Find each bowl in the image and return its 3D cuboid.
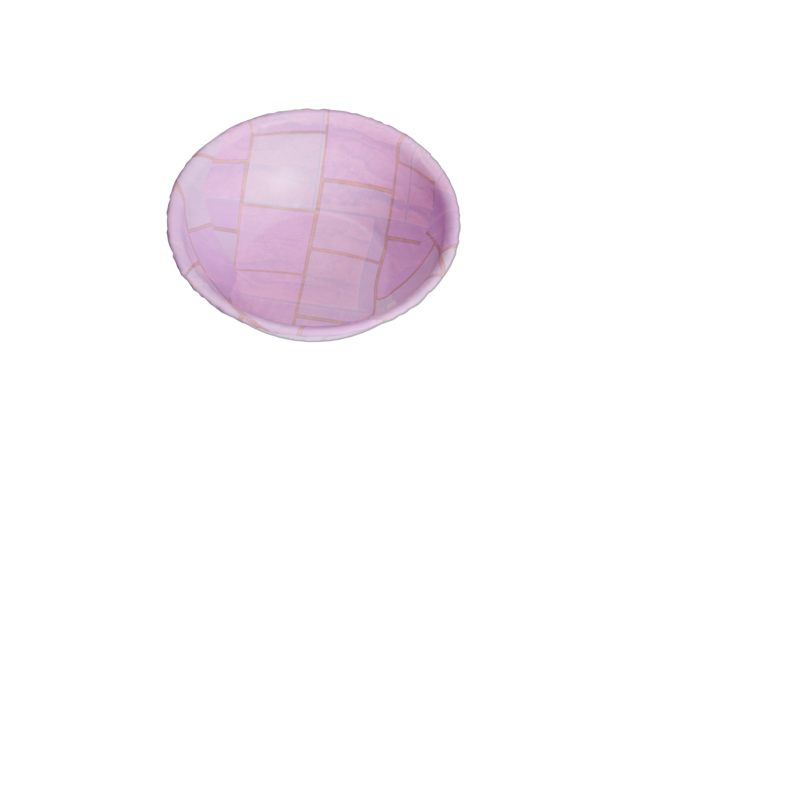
[{"bbox_3d":[-0.049,-0.089,0.627,0.162,0.174,0.051,-1,-35,-1],"label":"bowl"}]
